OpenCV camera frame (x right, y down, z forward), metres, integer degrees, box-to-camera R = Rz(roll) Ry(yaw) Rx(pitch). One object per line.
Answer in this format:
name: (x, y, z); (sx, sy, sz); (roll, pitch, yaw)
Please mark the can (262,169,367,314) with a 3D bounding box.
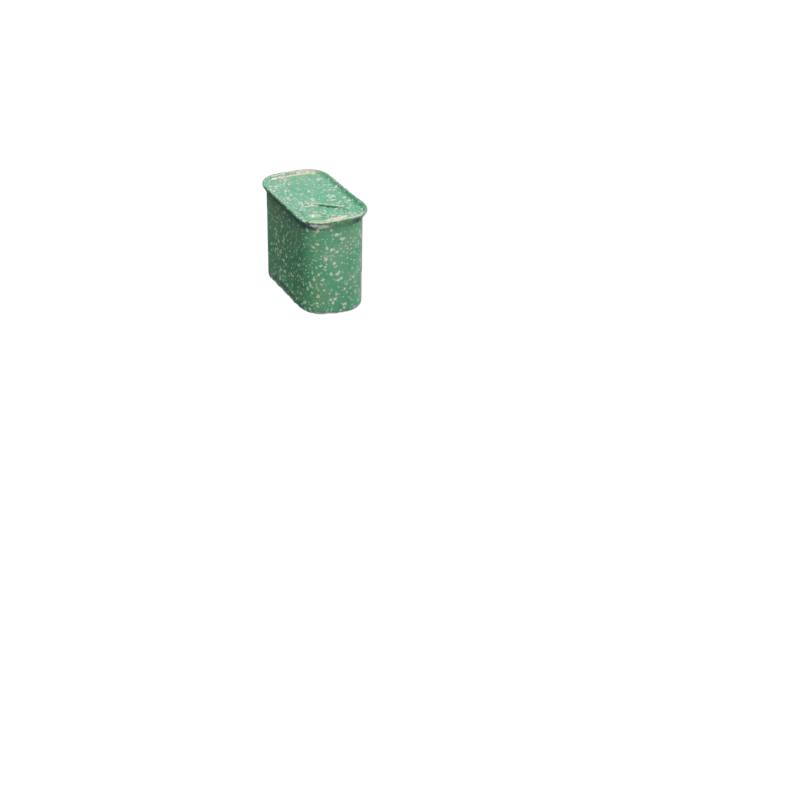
can: (-0.069, -0.126, 0.885); (0.056, 0.079, 0.110); (-13, 33, -24)
